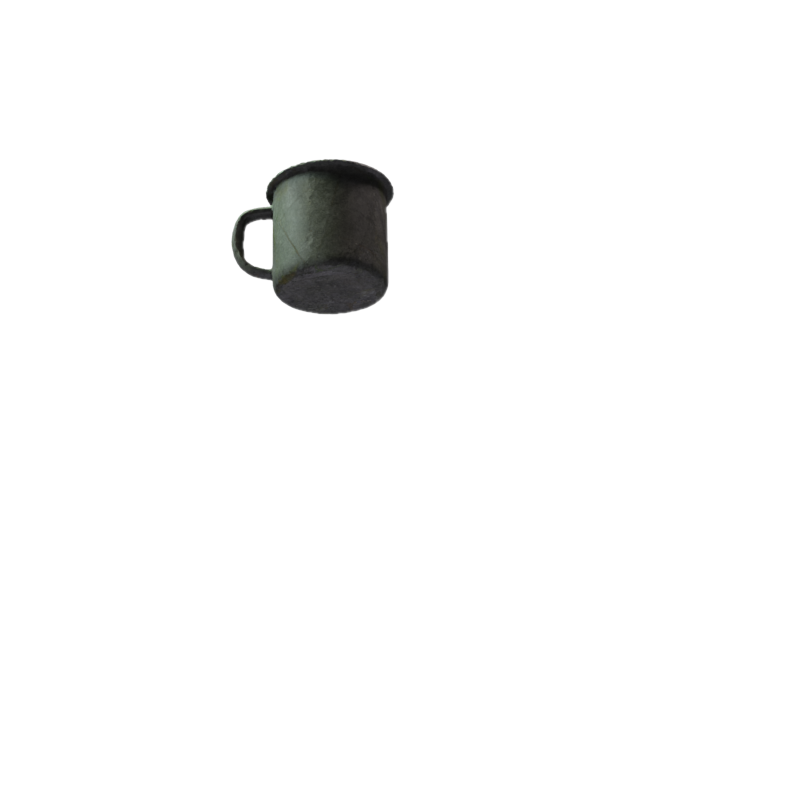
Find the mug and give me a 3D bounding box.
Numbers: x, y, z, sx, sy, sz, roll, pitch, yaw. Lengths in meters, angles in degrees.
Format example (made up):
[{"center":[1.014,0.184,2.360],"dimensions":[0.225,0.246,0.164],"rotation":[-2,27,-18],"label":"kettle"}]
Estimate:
[{"center":[-0.062,-0.113,0.789],"dimensions":[0.117,0.086,0.088],"rotation":[0,-24,-1],"label":"mug"}]
